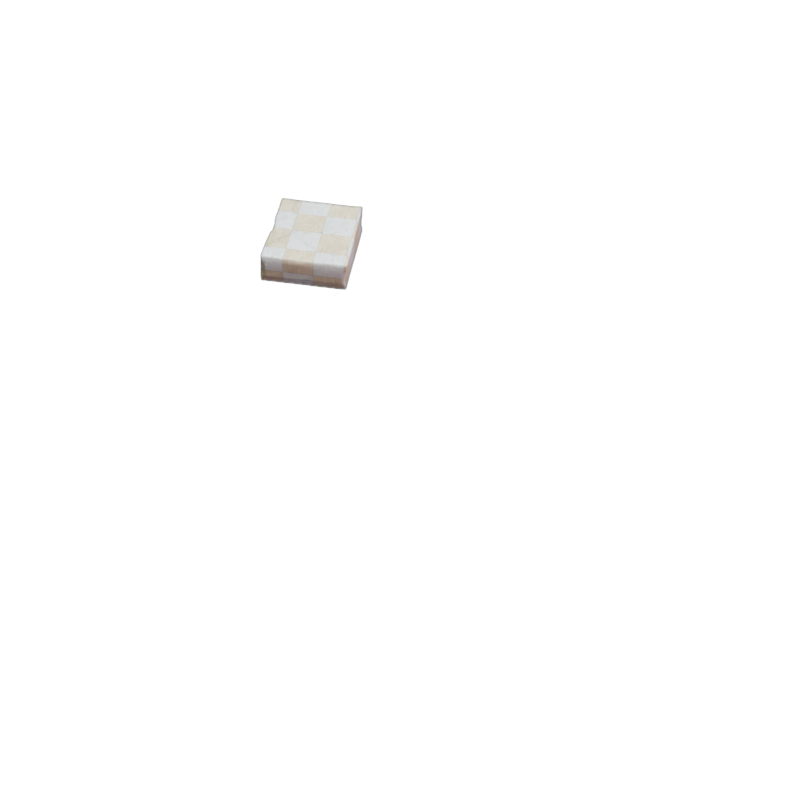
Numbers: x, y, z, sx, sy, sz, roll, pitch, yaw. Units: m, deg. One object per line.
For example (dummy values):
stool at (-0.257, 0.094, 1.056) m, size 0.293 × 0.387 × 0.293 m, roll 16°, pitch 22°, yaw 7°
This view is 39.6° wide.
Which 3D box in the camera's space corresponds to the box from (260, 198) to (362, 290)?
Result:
box at (-0.074, -0.135, 0.944) m, size 0.074 × 0.028 × 0.094 m, roll 6°, pitch 42°, yaw 7°
